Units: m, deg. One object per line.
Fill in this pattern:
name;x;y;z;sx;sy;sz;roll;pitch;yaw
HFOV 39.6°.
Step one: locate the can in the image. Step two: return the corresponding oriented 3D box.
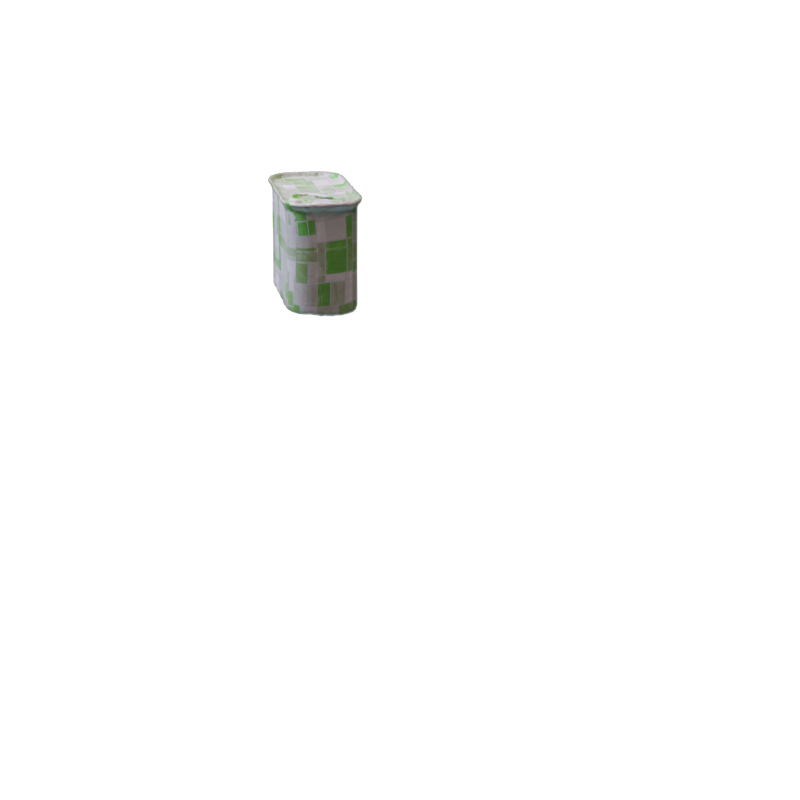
can;-0.064;-0.116;0.813;0.057;0.080;0.108;-3;21;-13
